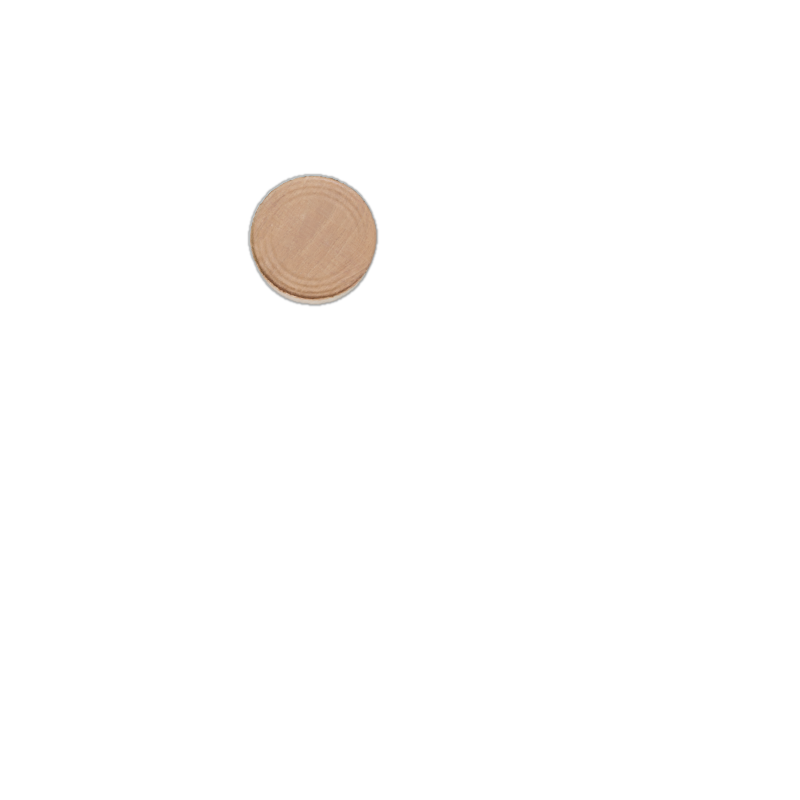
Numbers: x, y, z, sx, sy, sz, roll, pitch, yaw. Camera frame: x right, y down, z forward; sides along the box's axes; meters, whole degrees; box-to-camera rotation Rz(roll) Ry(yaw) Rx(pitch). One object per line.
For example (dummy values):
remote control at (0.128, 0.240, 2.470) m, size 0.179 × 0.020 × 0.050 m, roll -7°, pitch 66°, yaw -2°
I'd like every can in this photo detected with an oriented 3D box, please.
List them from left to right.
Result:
can at (-0.059, -0.108, 0.757) m, size 0.086 × 0.088 × 0.033 m, roll 0°, pitch -10°, yaw -1°
